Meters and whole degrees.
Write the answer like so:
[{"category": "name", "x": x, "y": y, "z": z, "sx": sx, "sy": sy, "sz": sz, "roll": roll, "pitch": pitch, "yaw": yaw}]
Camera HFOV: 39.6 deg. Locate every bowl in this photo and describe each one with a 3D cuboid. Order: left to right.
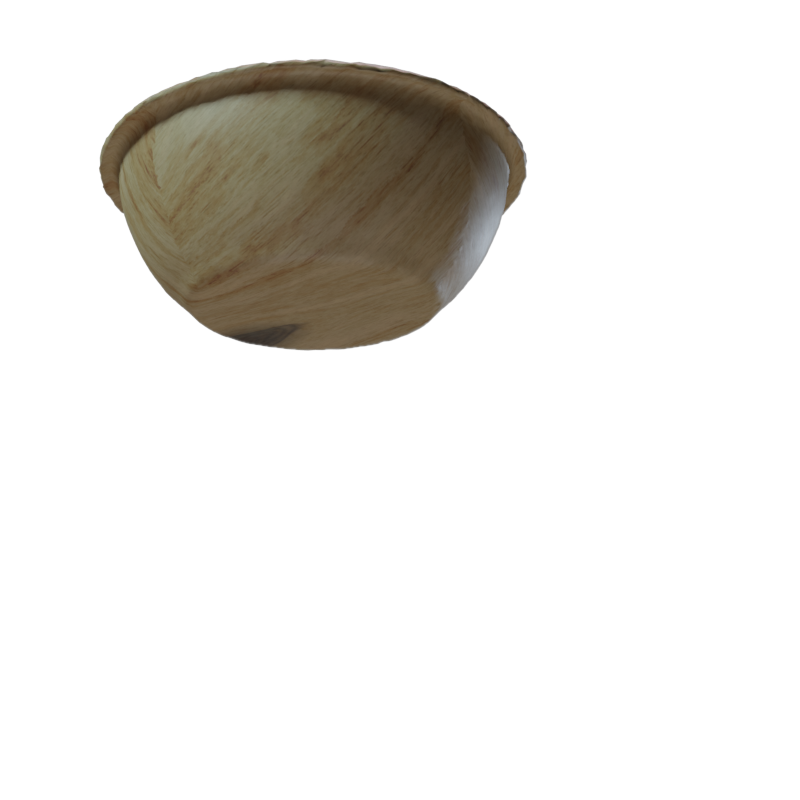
[{"category": "bowl", "x": -0.032, "y": -0.059, "z": 0.414, "sx": 0.162, "sy": 0.058, "sz": 0.155, "roll": 0, "pitch": -19, "yaw": -2}]
